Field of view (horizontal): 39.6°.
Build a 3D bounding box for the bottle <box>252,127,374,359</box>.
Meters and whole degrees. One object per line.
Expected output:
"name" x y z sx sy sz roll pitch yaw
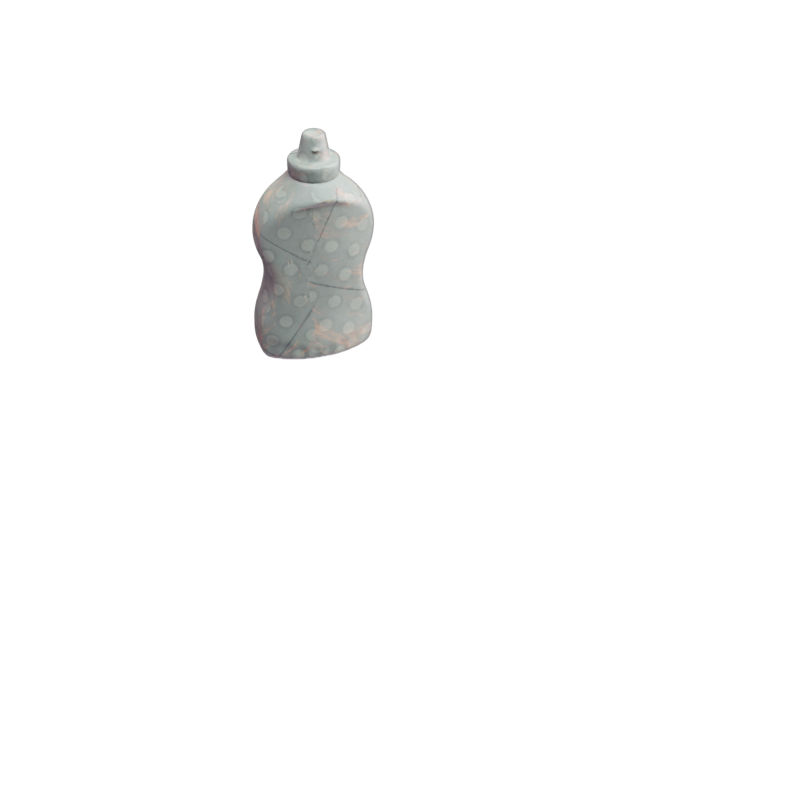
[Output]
"bottle" -0.069 -0.126 0.882 0.095 0.180 0.063 -7 34 -15
